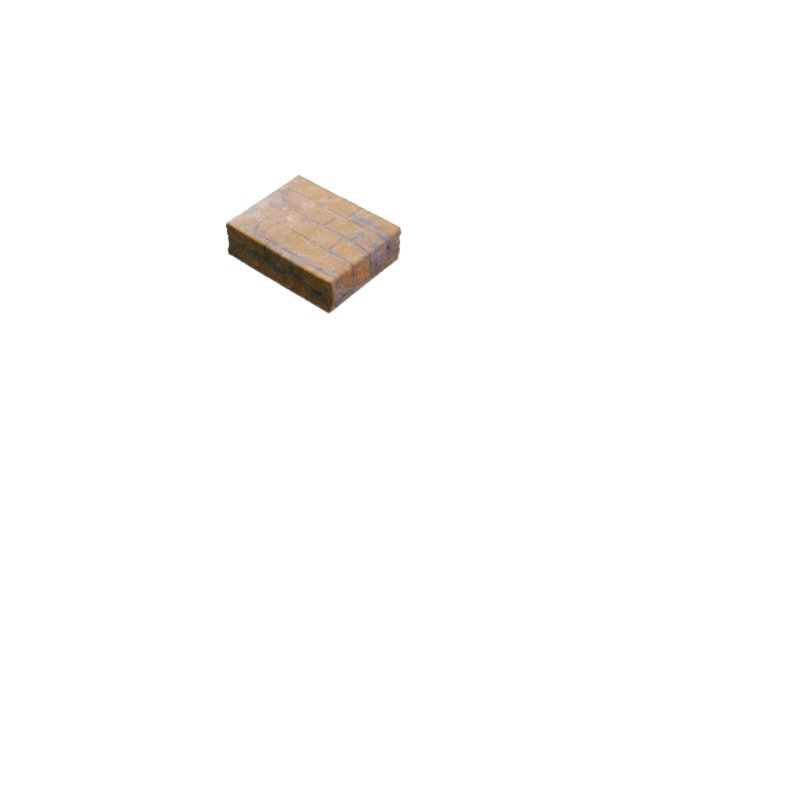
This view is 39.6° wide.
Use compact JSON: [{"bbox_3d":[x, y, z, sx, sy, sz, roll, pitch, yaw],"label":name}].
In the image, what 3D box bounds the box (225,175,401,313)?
[{"bbox_3d":[-0.070,-0.128,0.893,0.120,0.036,0.091,29,49,28],"label":"box"}]
